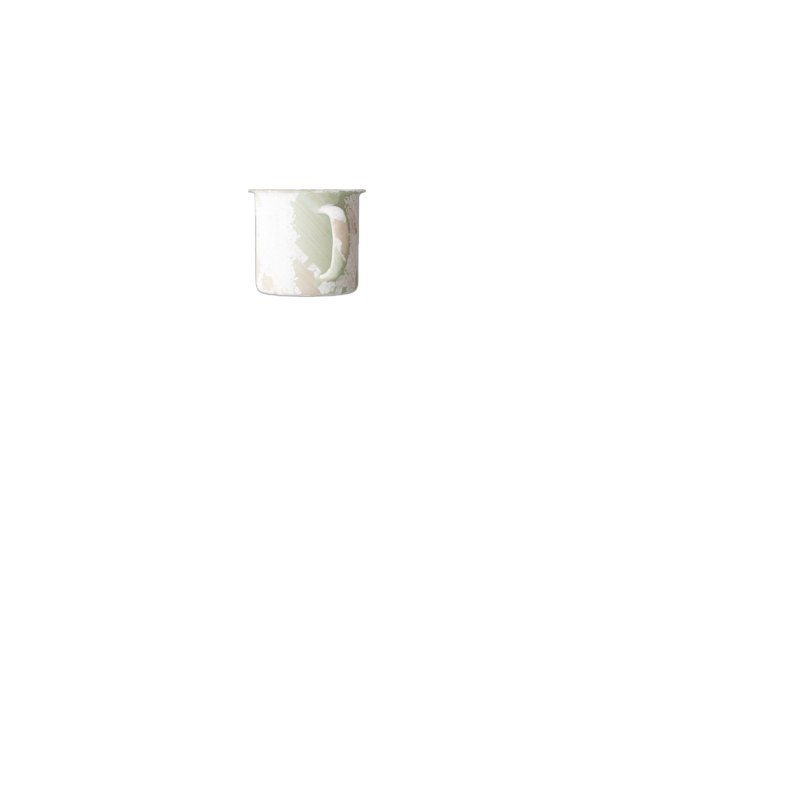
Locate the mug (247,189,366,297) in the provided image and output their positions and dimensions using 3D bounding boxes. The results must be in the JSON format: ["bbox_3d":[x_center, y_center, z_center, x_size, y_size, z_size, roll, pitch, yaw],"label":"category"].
[{"bbox_3d":[-0.067,-0.123,0.861,0.090,0.081,0.122,-4,9,-28],"label":"mug"}]
